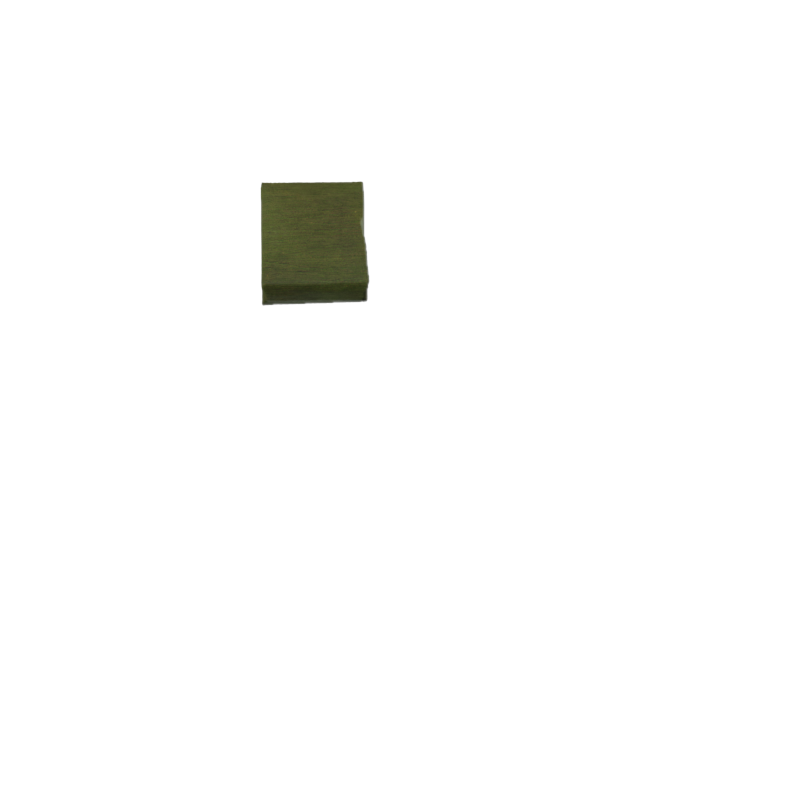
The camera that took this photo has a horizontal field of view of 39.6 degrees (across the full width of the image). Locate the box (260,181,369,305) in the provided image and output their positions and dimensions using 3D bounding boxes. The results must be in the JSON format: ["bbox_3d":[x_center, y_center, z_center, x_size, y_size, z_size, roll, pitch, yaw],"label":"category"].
[{"bbox_3d":[-0.060,-0.110,0.769,0.073,0.095,0.028,-2,-32,-2],"label":"box"}]
